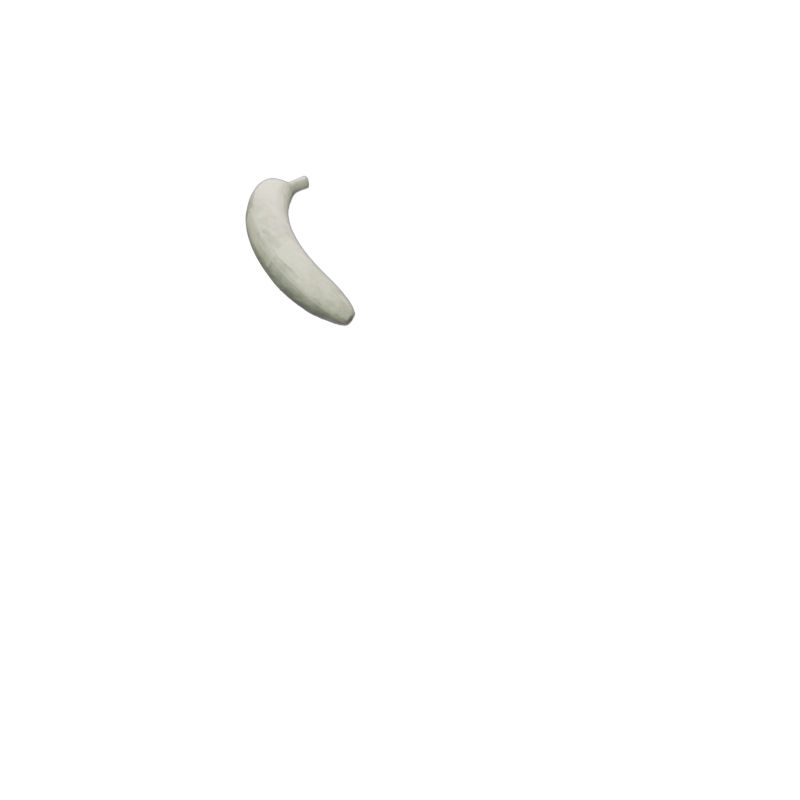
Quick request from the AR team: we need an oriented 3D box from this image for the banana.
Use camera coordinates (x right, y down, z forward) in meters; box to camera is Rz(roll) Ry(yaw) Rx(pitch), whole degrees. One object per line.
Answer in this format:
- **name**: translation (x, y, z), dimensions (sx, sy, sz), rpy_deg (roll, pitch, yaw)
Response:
- **banana**: translation (-0.092, -0.134, 0.940), dimensions (0.069, 0.034, 0.214), rpy_deg (-9, 46, -10)
